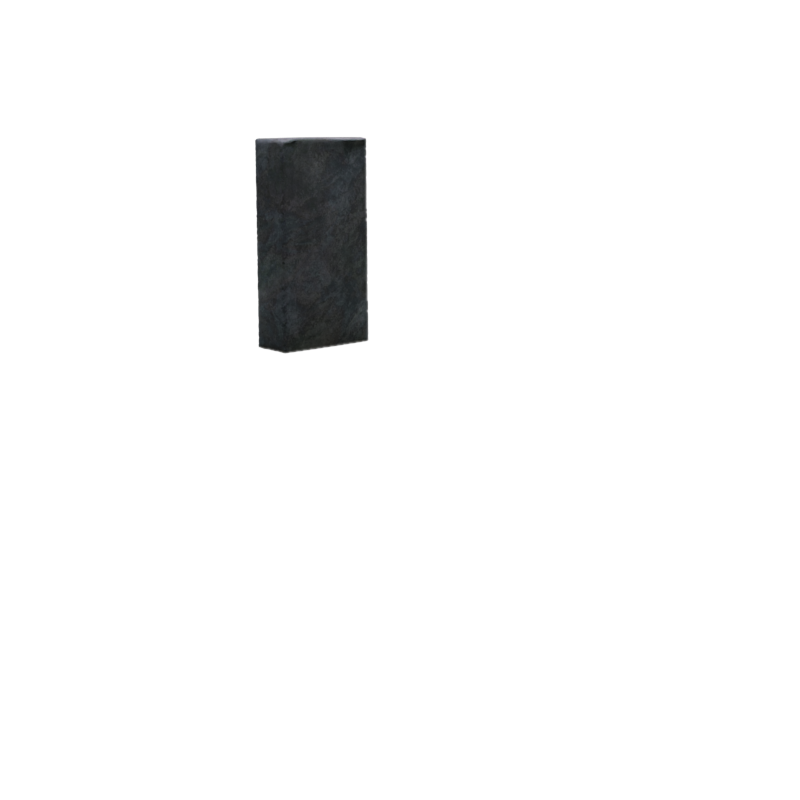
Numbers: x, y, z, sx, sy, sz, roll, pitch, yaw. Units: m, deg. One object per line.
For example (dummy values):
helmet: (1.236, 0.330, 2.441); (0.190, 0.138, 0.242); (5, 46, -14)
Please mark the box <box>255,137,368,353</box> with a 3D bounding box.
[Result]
box: (-0.073, -0.134, 0.937); (0.090, 0.173, 0.050); (-7, 11, -39)
